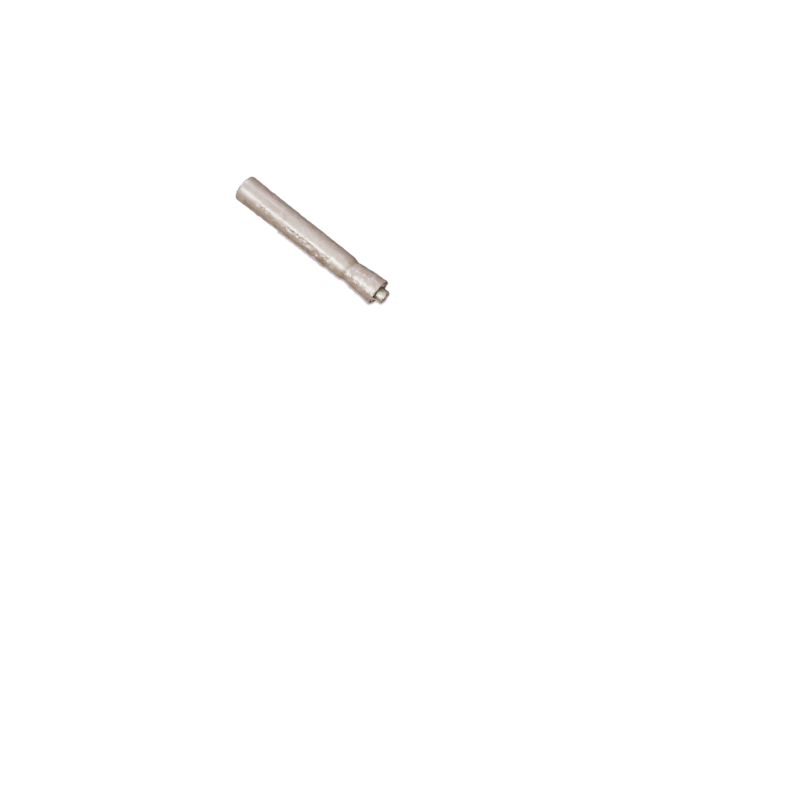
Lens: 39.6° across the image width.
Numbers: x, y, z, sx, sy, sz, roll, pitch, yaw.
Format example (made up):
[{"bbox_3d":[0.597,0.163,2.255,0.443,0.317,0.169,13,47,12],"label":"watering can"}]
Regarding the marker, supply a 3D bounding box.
[{"bbox_3d":[-0.056,-0.103,0.718,0.125,0.019,0.019,39,14,15],"label":"marker"}]
